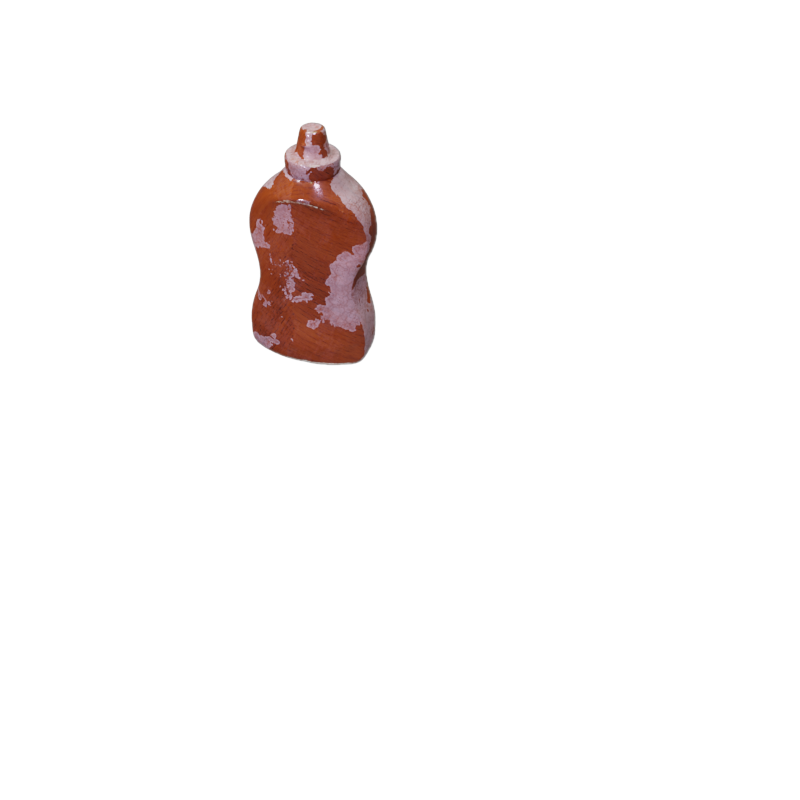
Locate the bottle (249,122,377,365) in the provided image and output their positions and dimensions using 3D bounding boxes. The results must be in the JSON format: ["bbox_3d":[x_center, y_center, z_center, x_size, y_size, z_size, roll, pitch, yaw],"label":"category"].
[{"bbox_3d":[-0.066,-0.119,0.838,0.099,0.180,0.060,14,35,16],"label":"bottle"}]
